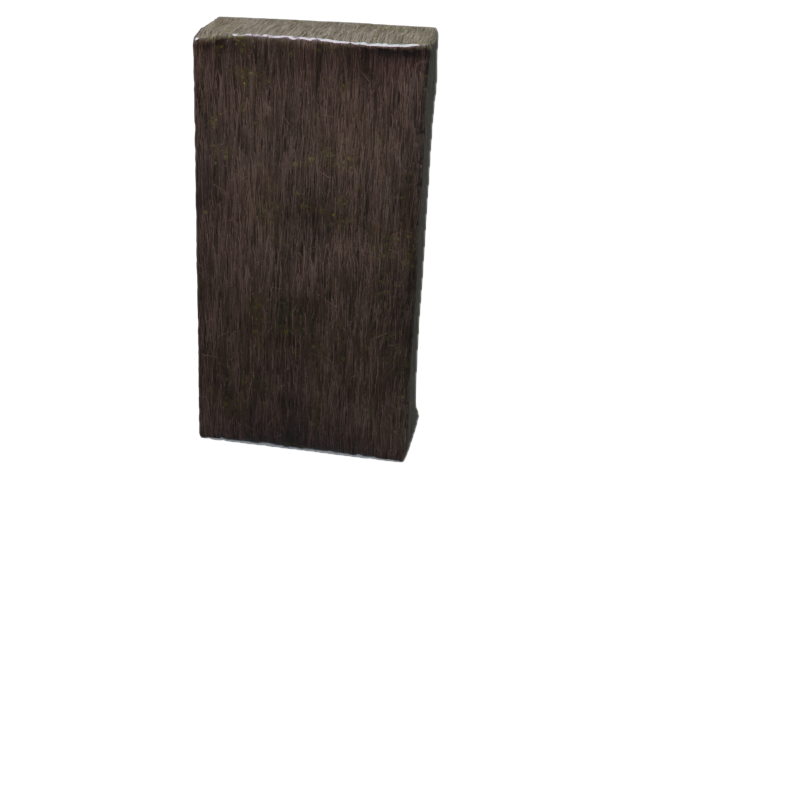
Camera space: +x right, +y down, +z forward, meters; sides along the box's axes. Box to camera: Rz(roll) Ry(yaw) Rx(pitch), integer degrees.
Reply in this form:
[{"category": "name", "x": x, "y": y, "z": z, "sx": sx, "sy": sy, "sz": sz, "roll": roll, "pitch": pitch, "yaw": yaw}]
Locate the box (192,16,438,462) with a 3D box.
[{"category": "box", "x": -0.036, "y": -0.065, "z": 0.456, "sx": 0.095, "sy": 0.167, "sz": 0.050, "roll": 6, "pitch": 24, "yaw": 9}]
